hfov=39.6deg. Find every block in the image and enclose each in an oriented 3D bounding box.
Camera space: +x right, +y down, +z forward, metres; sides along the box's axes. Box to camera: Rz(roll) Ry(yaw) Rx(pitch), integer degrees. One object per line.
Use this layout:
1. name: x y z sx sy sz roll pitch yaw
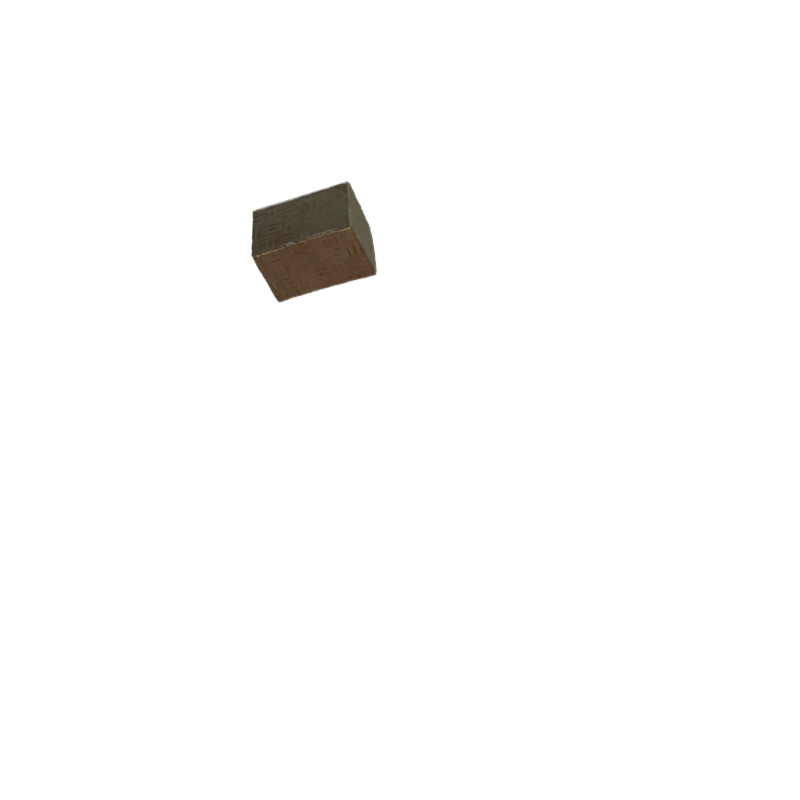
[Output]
1. block: -0.063 -0.114 0.799 0.079 0.055 0.049 -14 -45 13
